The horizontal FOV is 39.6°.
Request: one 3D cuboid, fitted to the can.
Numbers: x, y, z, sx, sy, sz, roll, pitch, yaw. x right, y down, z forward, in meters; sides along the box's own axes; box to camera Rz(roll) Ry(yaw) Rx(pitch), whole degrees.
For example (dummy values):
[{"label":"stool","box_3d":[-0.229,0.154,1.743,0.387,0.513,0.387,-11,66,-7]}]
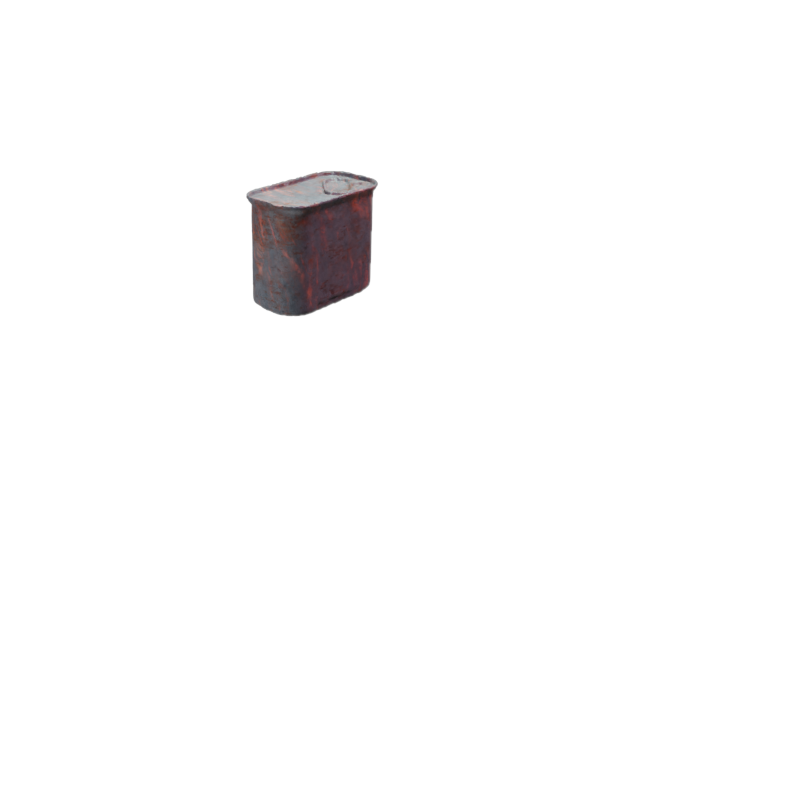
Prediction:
[{"label":"can","box_3d":[-0.064,-0.117,0.819,0.061,0.080,0.101,18,28,36]}]
